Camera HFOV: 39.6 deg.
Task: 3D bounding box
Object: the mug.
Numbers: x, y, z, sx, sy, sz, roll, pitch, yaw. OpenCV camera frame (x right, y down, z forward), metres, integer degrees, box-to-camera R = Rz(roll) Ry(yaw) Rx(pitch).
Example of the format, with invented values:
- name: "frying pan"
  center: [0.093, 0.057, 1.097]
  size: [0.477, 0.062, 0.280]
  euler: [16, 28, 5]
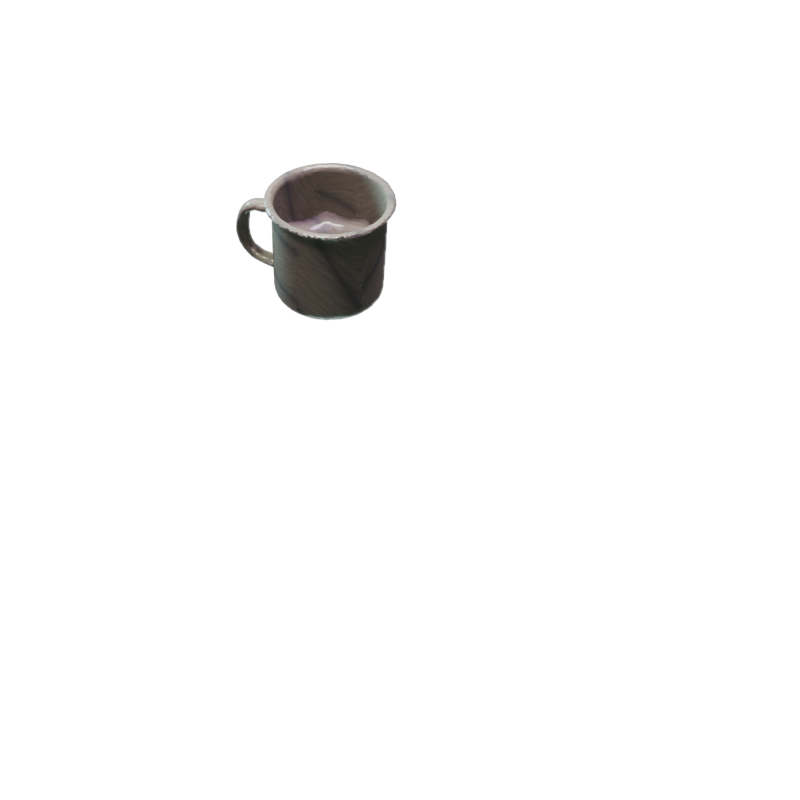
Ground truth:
- name: "mug"
  center: [-0.063, -0.115, 0.802]
  size: [0.119, 0.076, 0.098]
  euler: [10, 42, 10]
